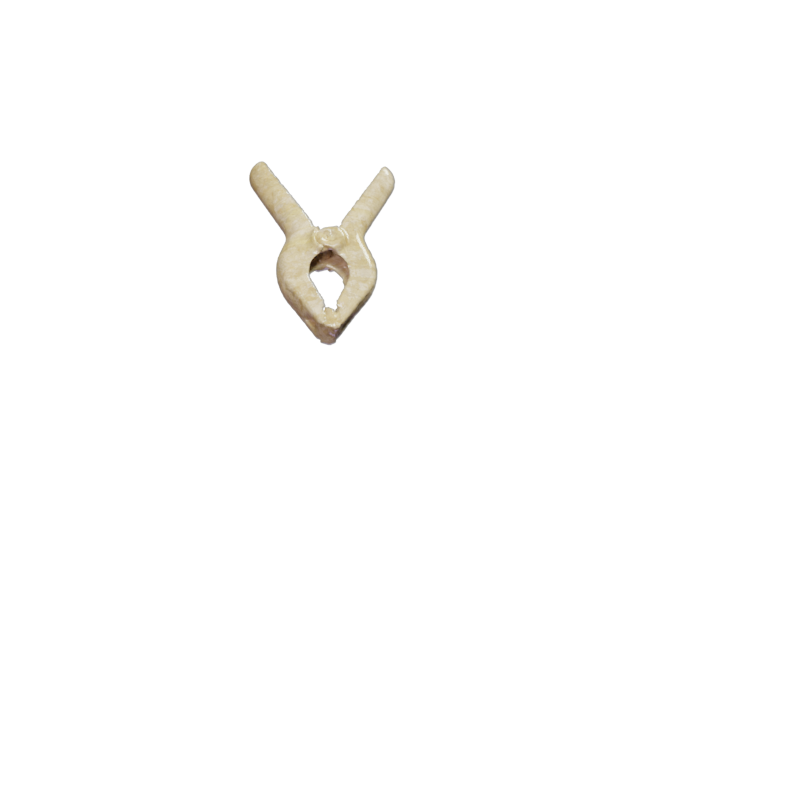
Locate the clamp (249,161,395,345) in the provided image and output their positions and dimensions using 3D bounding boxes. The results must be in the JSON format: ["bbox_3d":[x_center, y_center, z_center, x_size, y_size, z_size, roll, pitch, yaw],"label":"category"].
[{"bbox_3d":[-0.069,-0.126,0.884,0.121,0.183,0.037,4,-36,3],"label":"clamp"}]
